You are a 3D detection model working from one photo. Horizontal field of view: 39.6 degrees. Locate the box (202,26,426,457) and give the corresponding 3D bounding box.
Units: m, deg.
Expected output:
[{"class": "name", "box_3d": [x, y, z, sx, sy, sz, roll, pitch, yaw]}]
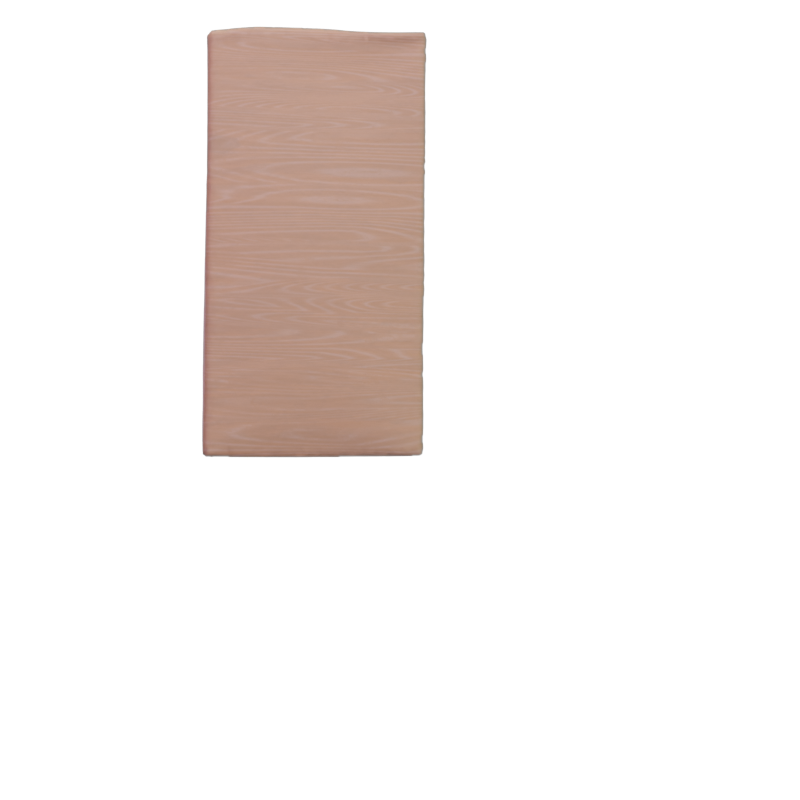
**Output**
[{"class": "box", "box_3d": [-0.037, -0.067, 0.470, 0.093, 0.176, 0.048, 0, 1, -6]}]
